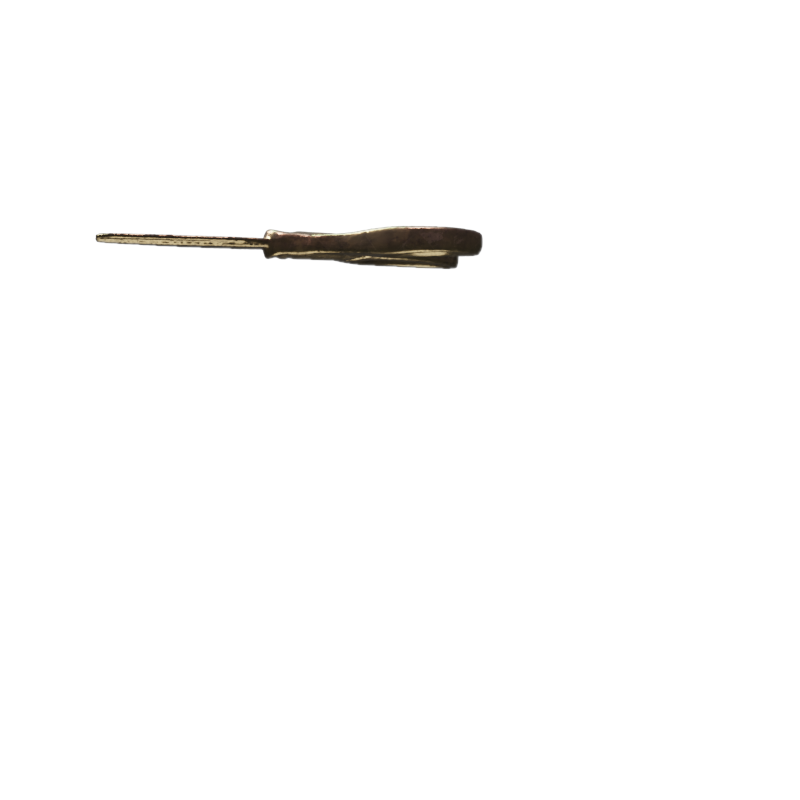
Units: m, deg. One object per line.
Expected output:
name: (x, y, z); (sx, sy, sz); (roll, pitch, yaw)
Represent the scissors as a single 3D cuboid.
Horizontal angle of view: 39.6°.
scissors: (-0.045, -0.082, 0.571); (0.194, 0.016, 0.099); (0, 0, -32)
